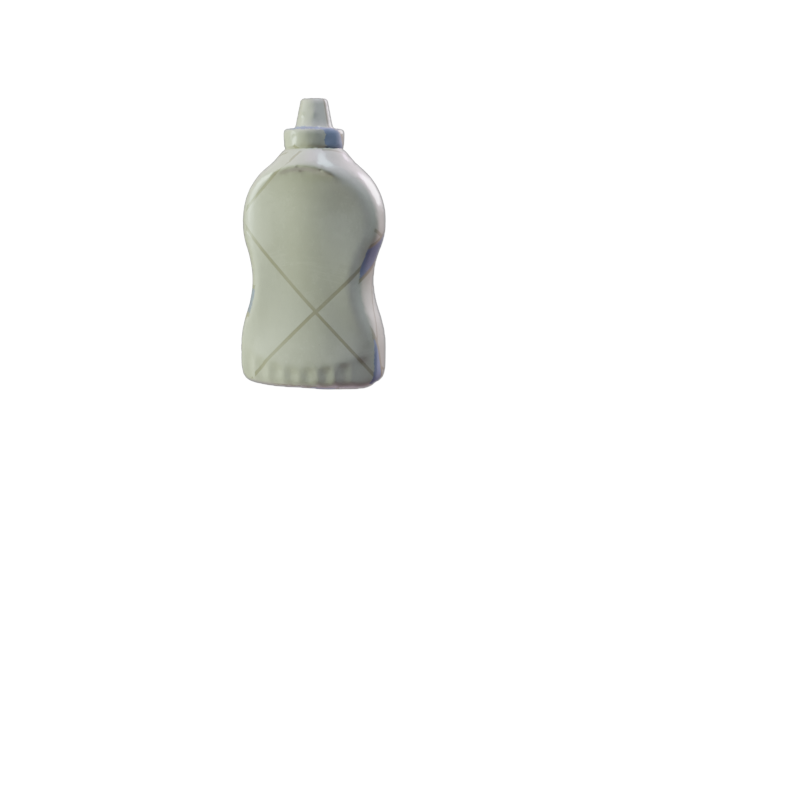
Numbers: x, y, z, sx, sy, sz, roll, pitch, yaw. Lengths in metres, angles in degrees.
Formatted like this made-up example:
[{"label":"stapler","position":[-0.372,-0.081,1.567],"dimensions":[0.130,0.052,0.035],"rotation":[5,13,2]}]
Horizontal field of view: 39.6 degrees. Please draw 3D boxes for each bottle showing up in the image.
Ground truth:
[{"label":"bottle","position":[-0.058,-0.107,0.748],"dimensions":[0.098,0.190,0.057],"rotation":[2,4,19]}]
